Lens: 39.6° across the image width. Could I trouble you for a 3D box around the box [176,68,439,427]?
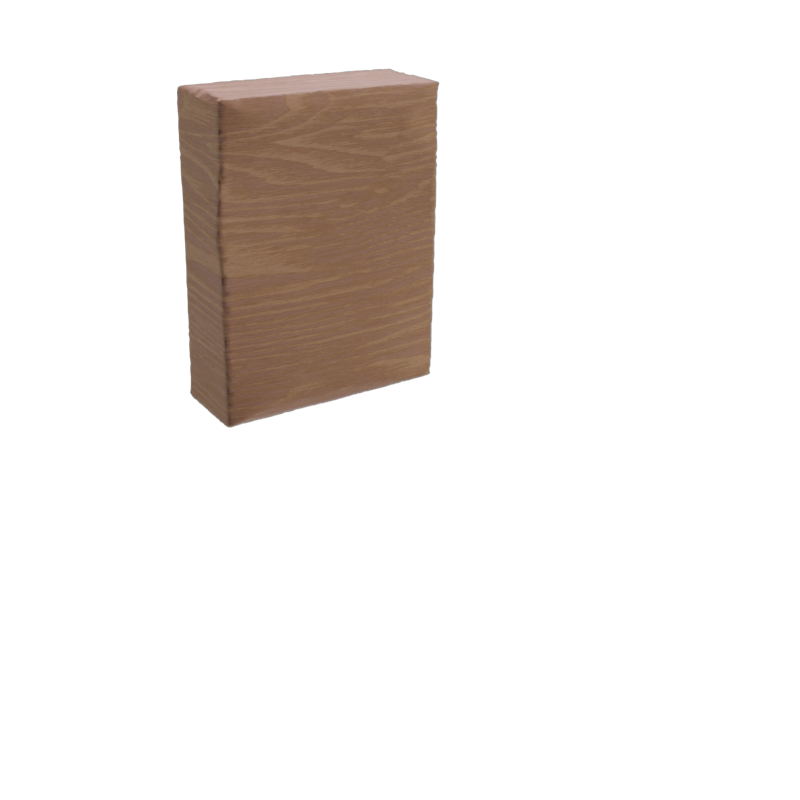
[{"bbox_3d":[-0.058,-0.106,0.739,0.161,0.205,0.076,-11,22,-30],"label":"box"}]
